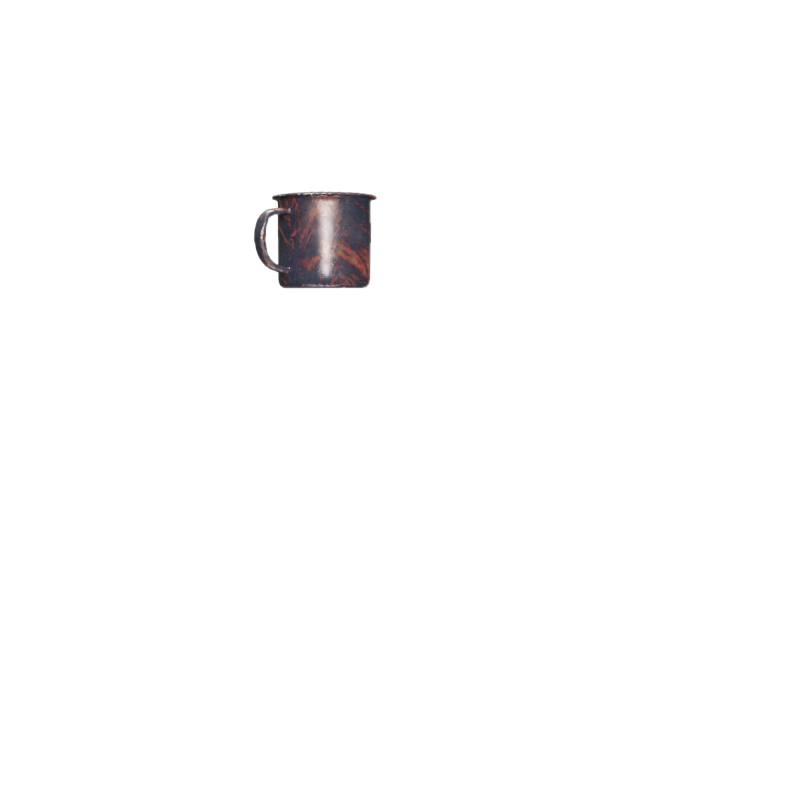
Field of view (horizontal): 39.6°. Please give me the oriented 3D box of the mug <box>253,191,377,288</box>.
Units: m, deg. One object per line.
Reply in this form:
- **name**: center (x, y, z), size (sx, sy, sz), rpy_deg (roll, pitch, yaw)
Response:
- **mug**: center (-0.076, -0.139, 0.974), size (0.113, 0.082, 0.097), rpy_deg (-2, 3, -39)
